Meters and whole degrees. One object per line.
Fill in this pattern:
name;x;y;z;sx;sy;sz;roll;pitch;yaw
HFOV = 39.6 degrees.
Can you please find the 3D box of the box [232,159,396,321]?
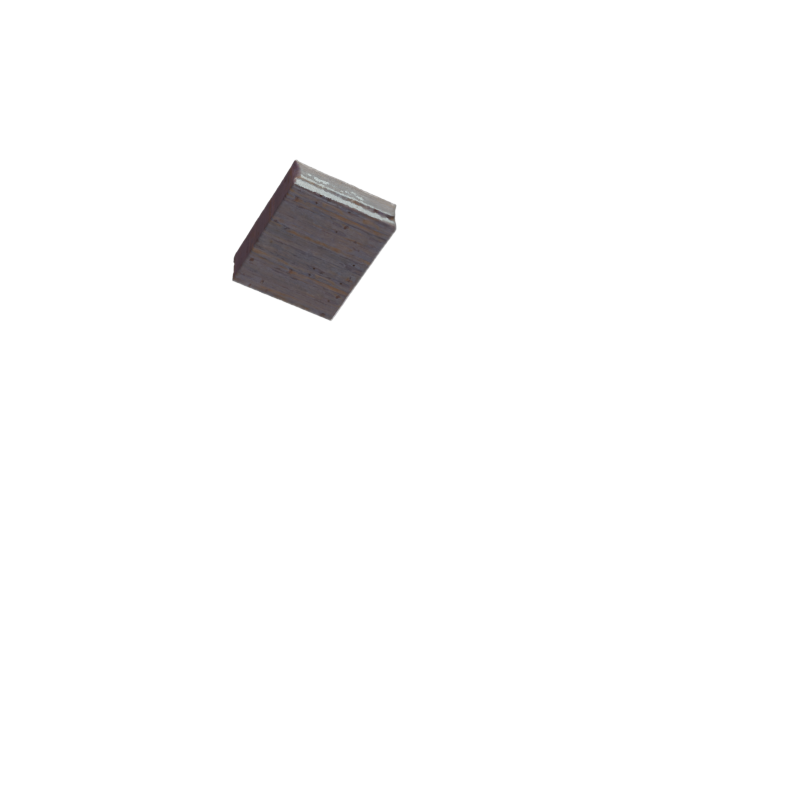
box;-0.055;-0.100;0.700;0.070;0.086;0.032;23;37;-19
